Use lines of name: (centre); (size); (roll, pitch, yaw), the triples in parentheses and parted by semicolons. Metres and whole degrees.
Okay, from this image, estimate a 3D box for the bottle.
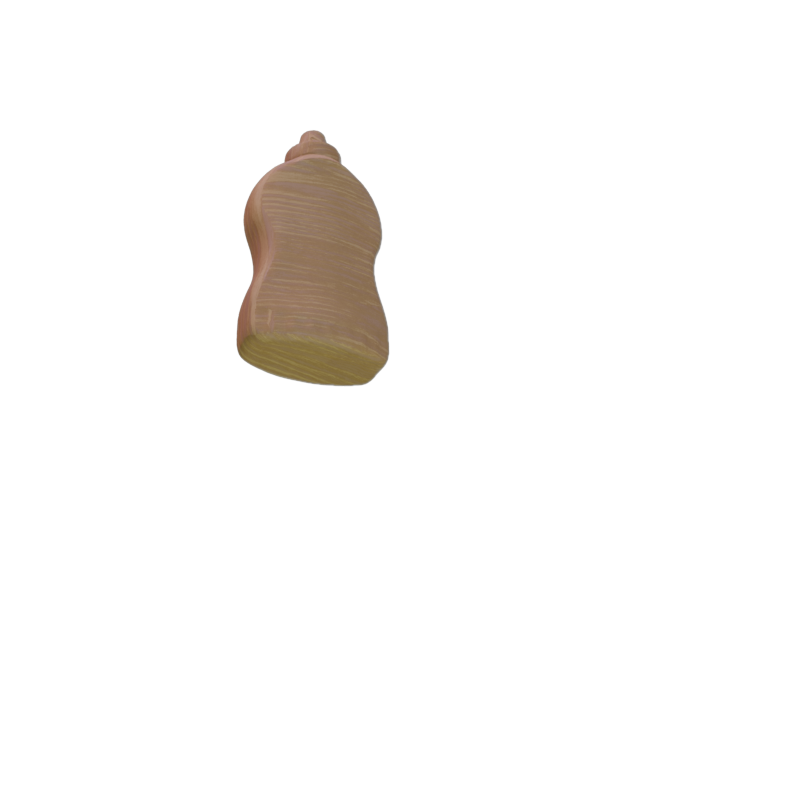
bottle: (-0.059, -0.107, 0.752); (0.093, 0.205, 0.056); (10, -36, -18)
